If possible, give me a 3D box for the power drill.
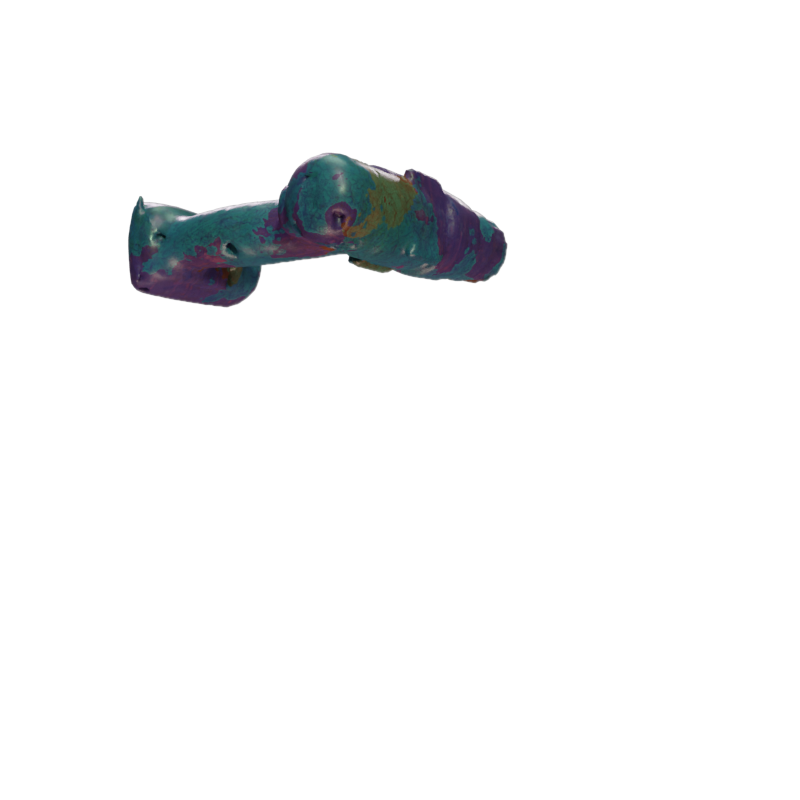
[{"bbox_3d":[-0.051,-0.093,0.652,0.193,0.059,0.174,-6,-10,34],"label":"power drill"}]
